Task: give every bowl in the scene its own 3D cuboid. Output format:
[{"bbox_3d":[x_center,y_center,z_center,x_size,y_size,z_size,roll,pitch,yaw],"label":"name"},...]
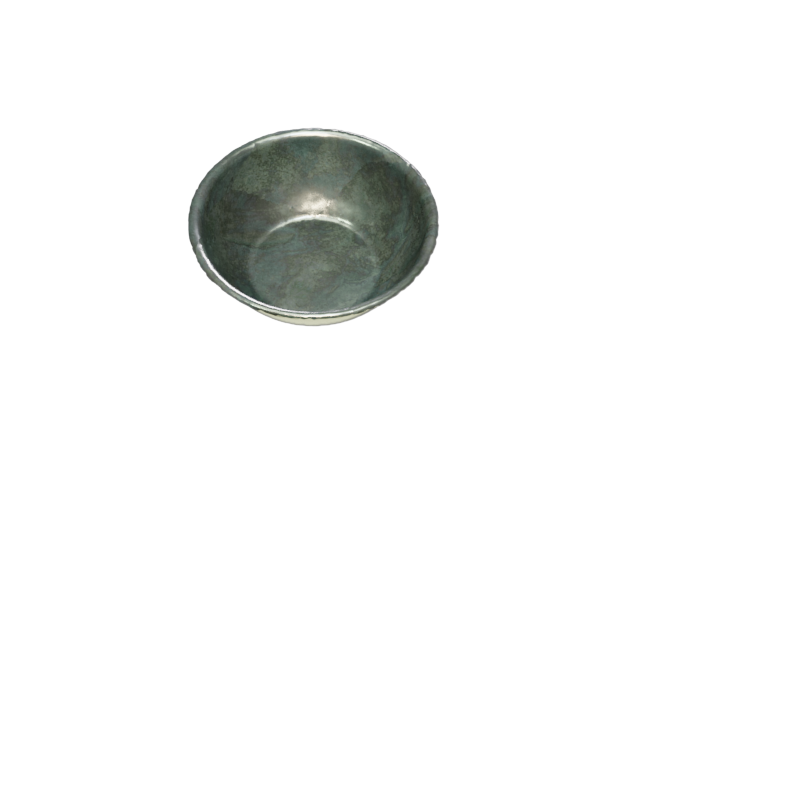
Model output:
[{"bbox_3d":[-0.057,-0.105,0.734,0.162,0.174,0.051,-1,-36,-1],"label":"bowl"}]
